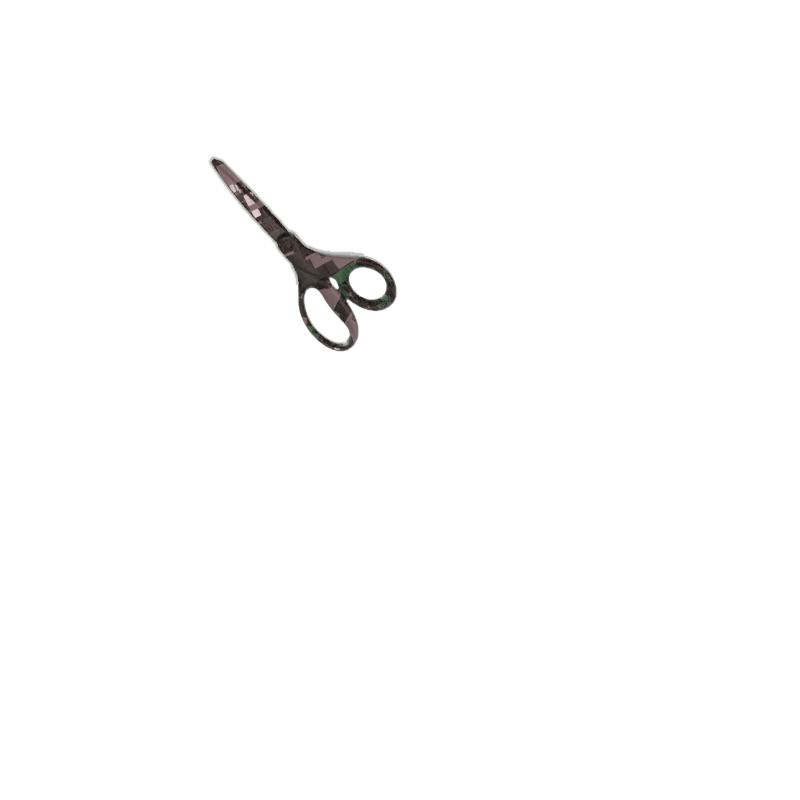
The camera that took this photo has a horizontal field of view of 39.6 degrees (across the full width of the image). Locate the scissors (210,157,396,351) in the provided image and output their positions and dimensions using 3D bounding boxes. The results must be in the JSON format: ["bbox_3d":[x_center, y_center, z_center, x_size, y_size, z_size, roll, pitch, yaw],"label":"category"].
[{"bbox_3d":[-0.074,-0.135,0.943,0.096,0.194,0.016,-24,16,7],"label":"scissors"}]
